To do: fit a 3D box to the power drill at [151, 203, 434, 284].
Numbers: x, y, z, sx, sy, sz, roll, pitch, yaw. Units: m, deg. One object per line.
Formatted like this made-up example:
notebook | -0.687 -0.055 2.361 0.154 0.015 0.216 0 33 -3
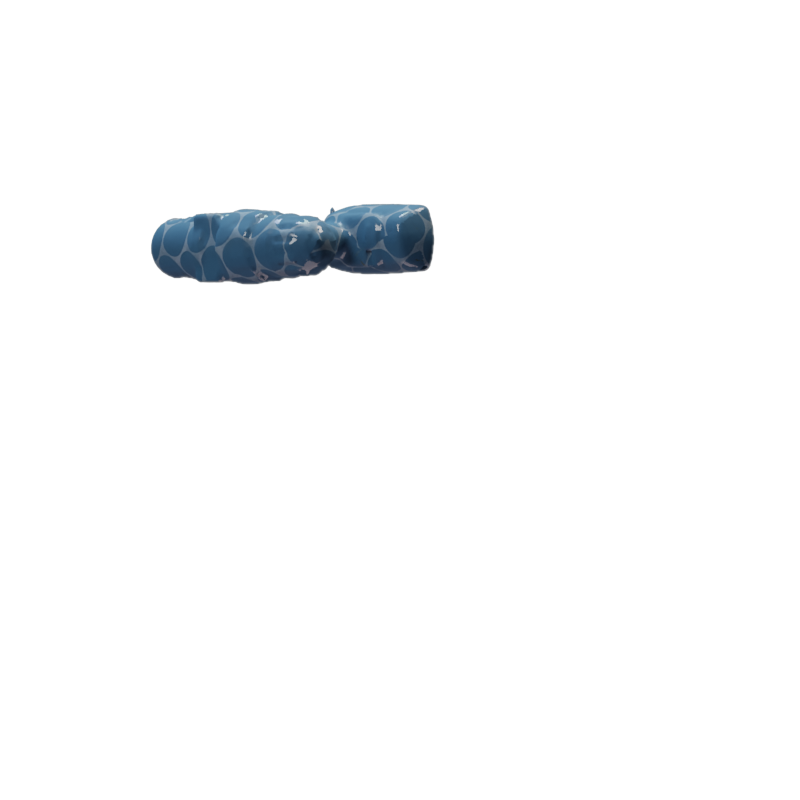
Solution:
power drill | -0.064 -0.117 0.821 0.181 0.057 0.193 -8 12 -42
